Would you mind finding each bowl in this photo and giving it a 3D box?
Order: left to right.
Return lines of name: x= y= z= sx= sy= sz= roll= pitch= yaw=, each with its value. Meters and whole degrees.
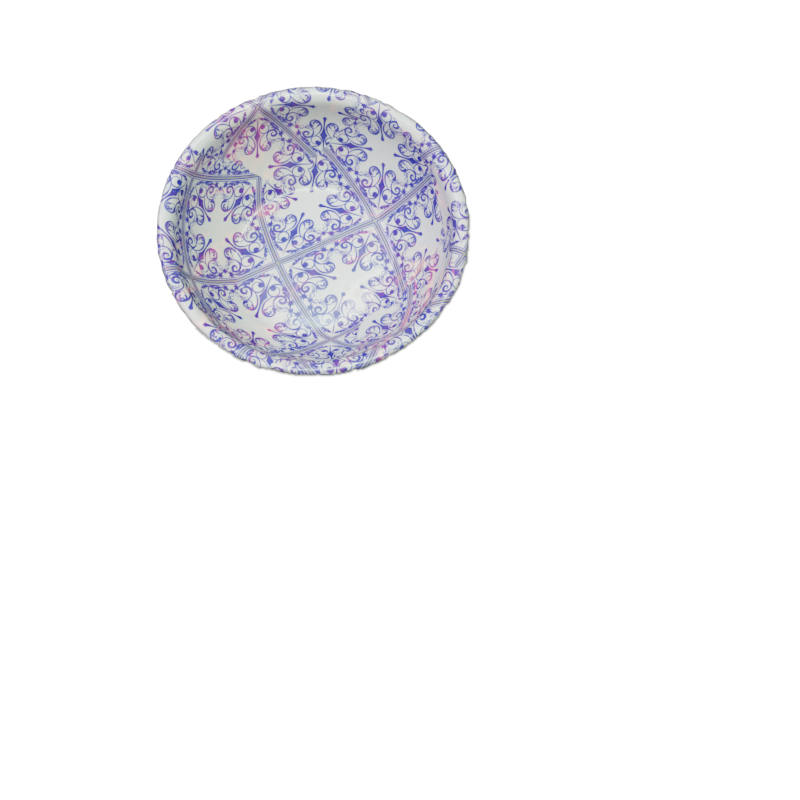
bowl: x=-0.046 y=-0.085 z=0.594 sx=0.162 sy=0.170 sz=0.052 roll=-1 pitch=-20 yaw=-1
